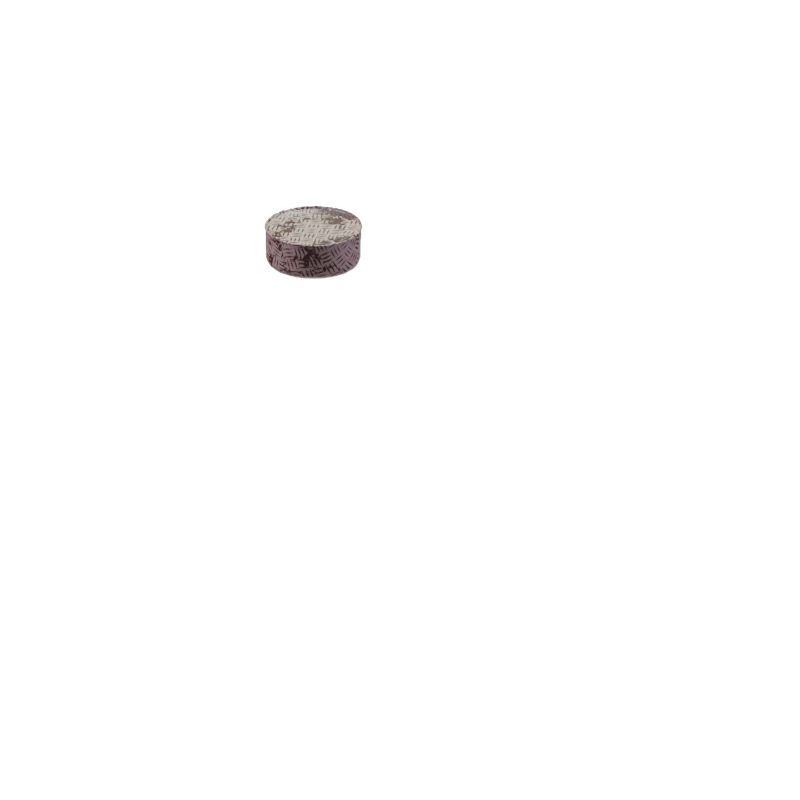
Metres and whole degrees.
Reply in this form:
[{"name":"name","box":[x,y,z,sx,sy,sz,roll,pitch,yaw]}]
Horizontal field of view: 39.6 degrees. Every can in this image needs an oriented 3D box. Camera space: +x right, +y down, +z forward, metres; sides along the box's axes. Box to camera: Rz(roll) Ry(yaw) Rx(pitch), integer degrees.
[{"name":"can","box":[-0.077,-0.140,0.983,0.086,0.032,0.091,-1,31,-2]}]
